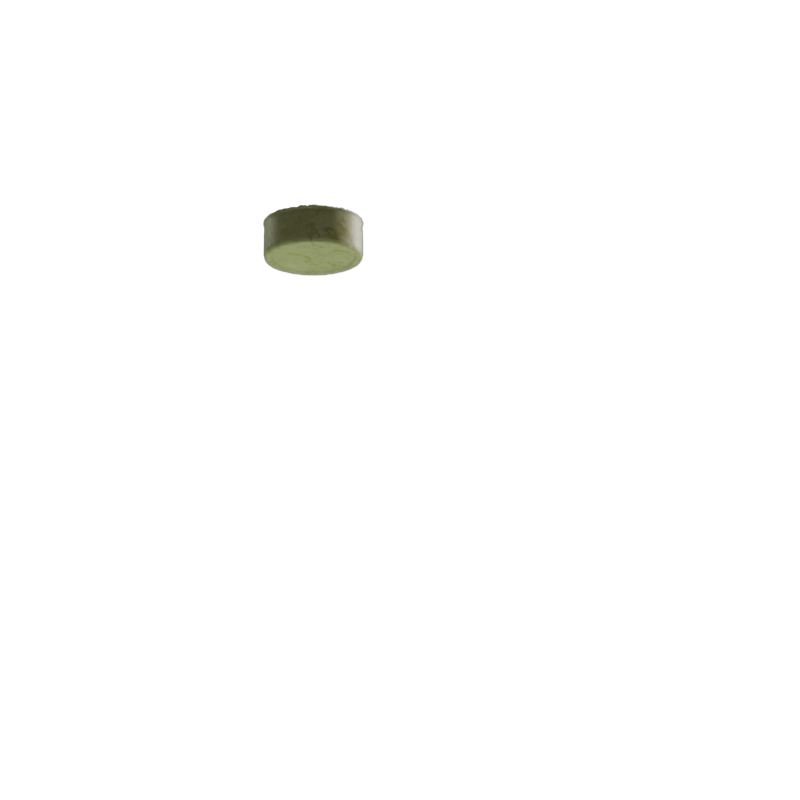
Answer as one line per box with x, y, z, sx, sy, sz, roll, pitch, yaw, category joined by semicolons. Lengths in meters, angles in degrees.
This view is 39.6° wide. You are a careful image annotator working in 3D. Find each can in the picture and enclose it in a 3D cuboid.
-0.074;-0.134;0.941;0.086;0.035;0.083;0;-14;-2;can
